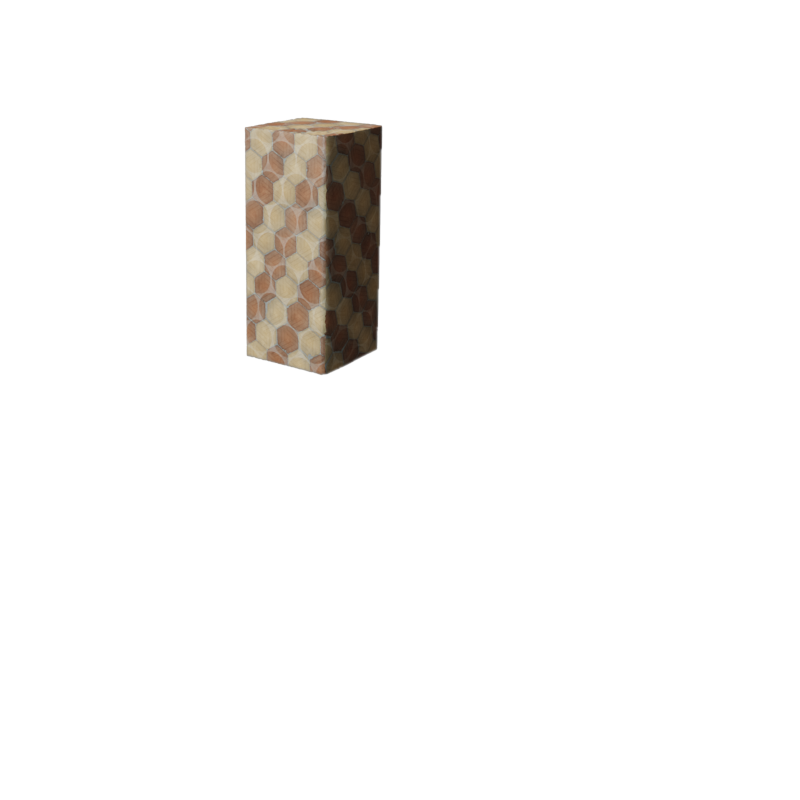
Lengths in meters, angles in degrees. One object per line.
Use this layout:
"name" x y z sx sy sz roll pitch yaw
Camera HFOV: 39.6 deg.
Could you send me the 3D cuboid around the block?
"block" -0.076 -0.140 0.981 0.095 0.199 0.089 11 18 32
